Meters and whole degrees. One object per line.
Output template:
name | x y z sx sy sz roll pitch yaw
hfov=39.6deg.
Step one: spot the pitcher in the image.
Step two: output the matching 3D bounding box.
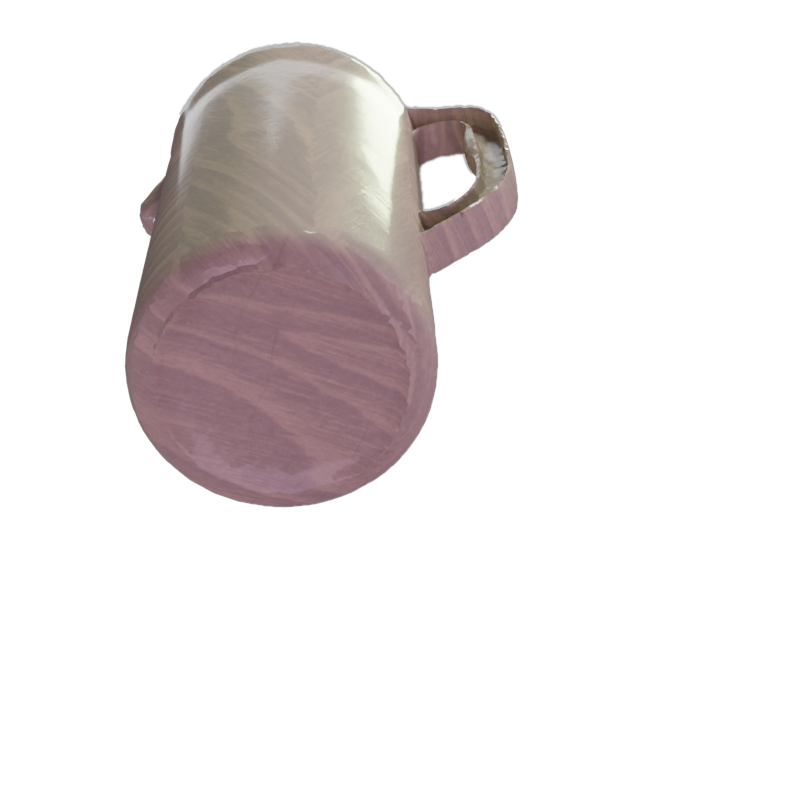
pitcher | -0.038 -0.069 0.481 0.141 0.145 0.257 27 23 -16
